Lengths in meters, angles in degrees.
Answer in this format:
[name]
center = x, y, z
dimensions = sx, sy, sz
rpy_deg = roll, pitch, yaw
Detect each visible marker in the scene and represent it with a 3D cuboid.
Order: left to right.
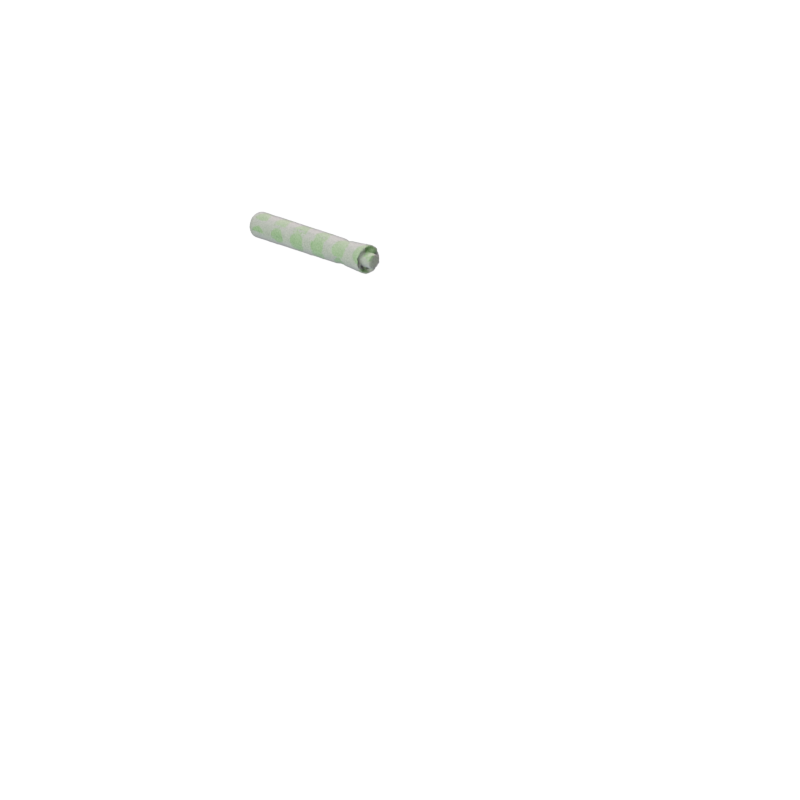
[marker]
center = -0.058, -0.105, 0.737
dimensions = 0.019, 0.019, 0.129
rpy_deg = -3, 19, -41
